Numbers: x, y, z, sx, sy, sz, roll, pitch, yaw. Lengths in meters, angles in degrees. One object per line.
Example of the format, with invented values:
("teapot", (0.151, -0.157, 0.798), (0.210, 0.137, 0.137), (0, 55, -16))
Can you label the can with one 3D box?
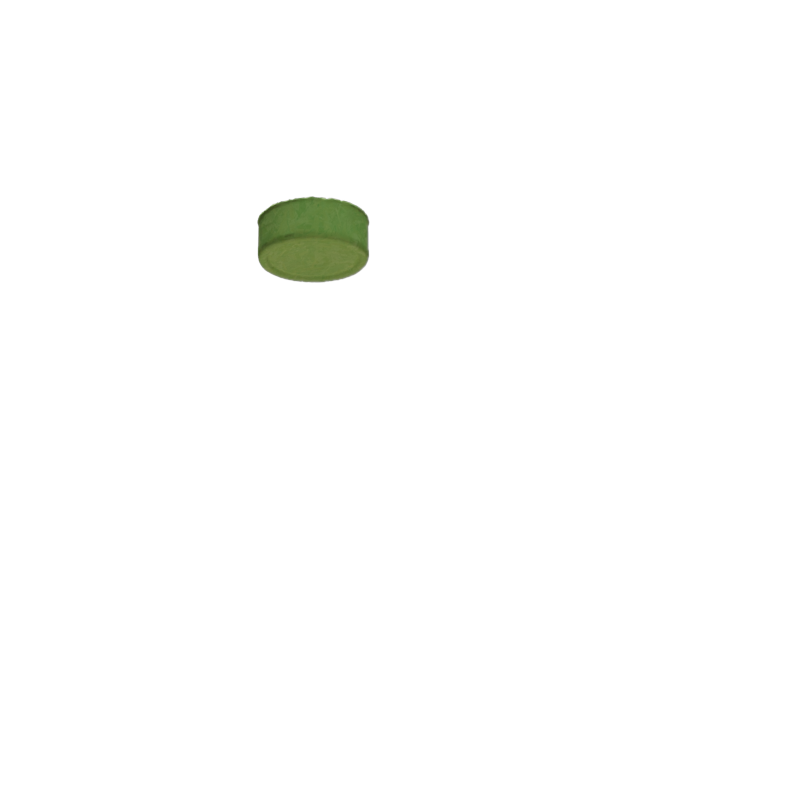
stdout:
("can", (-0.066, -0.120, 0.844), (0.086, 0.035, 0.082), (0, -19, -2))
